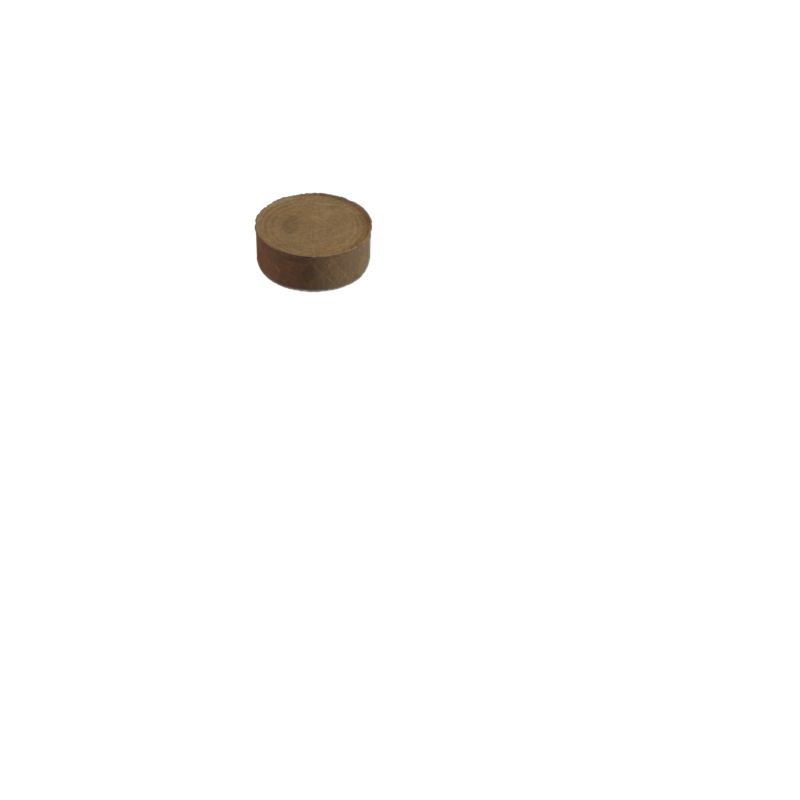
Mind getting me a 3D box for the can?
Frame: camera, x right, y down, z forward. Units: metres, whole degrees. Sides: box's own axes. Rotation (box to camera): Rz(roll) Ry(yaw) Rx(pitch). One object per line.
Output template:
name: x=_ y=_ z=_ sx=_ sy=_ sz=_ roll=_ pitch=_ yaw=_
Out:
can: x=-0.064 y=-0.116 z=0.815 sx=0.086 sy=0.031 sz=0.092 roll=-1 pitch=39 yaw=-2
